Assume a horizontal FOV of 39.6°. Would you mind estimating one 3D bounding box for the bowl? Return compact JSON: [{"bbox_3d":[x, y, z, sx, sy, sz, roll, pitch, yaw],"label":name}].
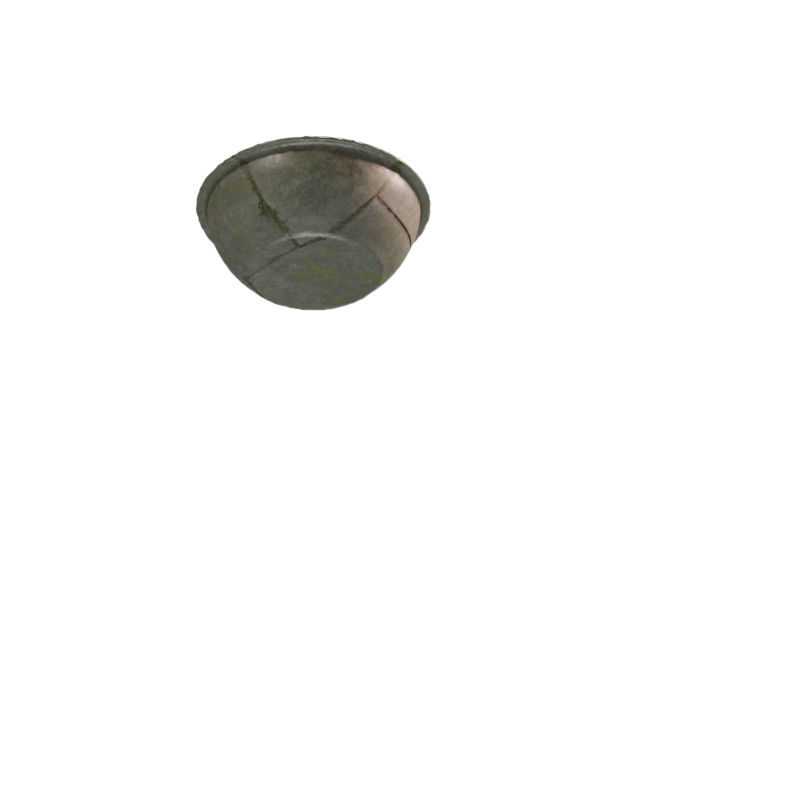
[{"bbox_3d":[-0.059,-0.107,0.751,0.162,0.059,0.152,1,-30,-2],"label":"bowl"}]
